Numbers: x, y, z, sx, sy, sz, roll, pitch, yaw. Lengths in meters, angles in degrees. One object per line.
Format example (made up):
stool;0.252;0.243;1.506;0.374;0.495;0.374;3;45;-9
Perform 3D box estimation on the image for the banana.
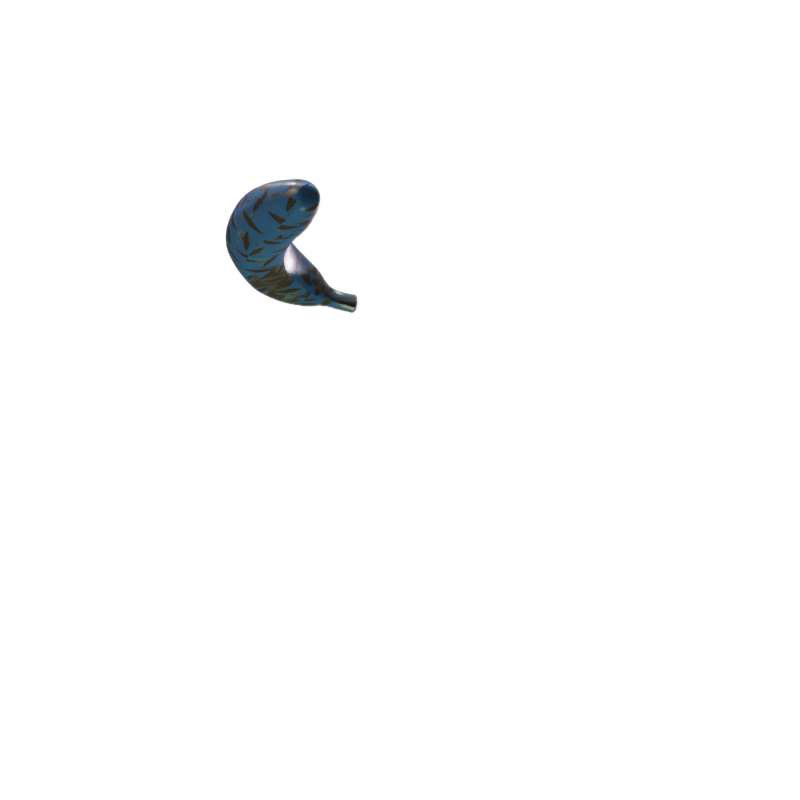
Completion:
banana;-0.069;-0.091;0.654;0.070;0.038;0.189;-1;-11;5
